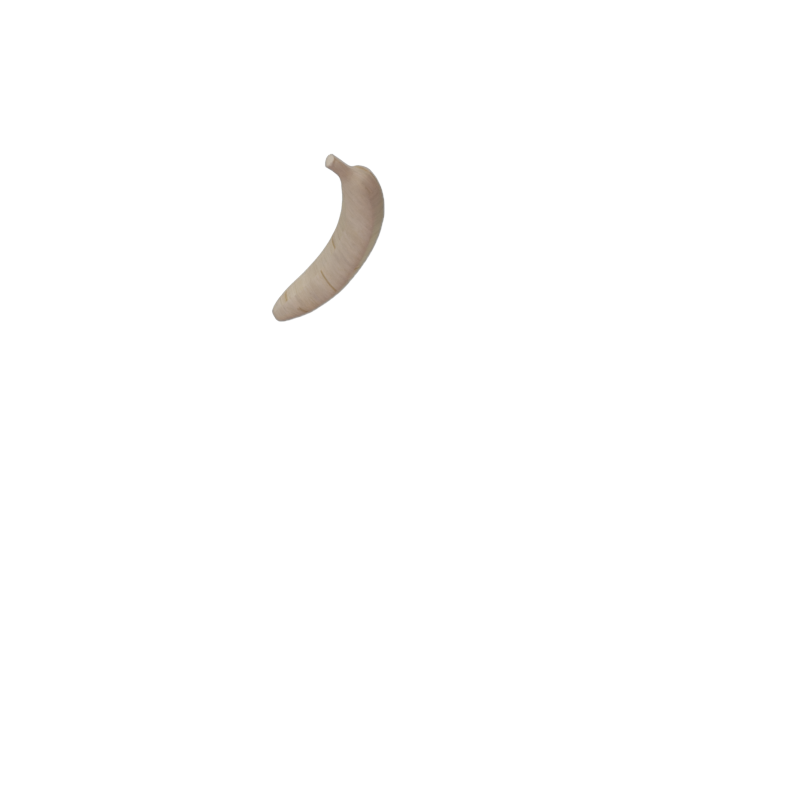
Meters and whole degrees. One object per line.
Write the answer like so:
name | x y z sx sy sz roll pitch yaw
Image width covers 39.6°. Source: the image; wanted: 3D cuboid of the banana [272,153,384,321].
banana | -0.057 -0.138 0.970 0.068 0.039 0.188 13 -47 -13
